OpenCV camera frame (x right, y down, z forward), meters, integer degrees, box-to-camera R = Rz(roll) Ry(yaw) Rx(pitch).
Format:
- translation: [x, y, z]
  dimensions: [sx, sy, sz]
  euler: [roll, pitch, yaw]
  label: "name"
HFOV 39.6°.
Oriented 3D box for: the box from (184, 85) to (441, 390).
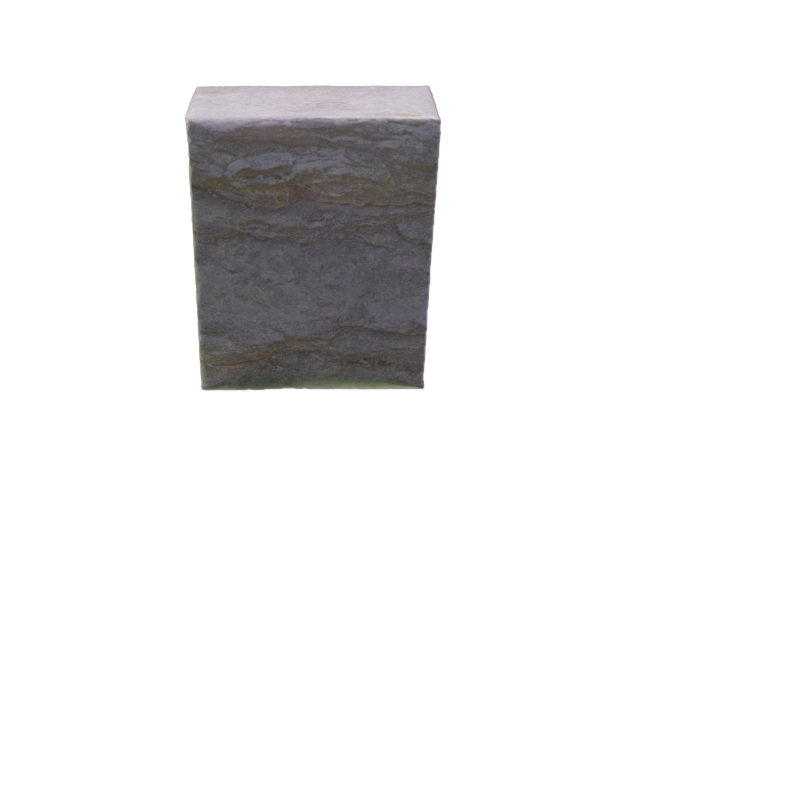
- translation: [-0.061, -0.111, 0.776]
  dimensions: [0.164, 0.201, 0.076]
  euler: [1, 31, -2]
  label: "box"
